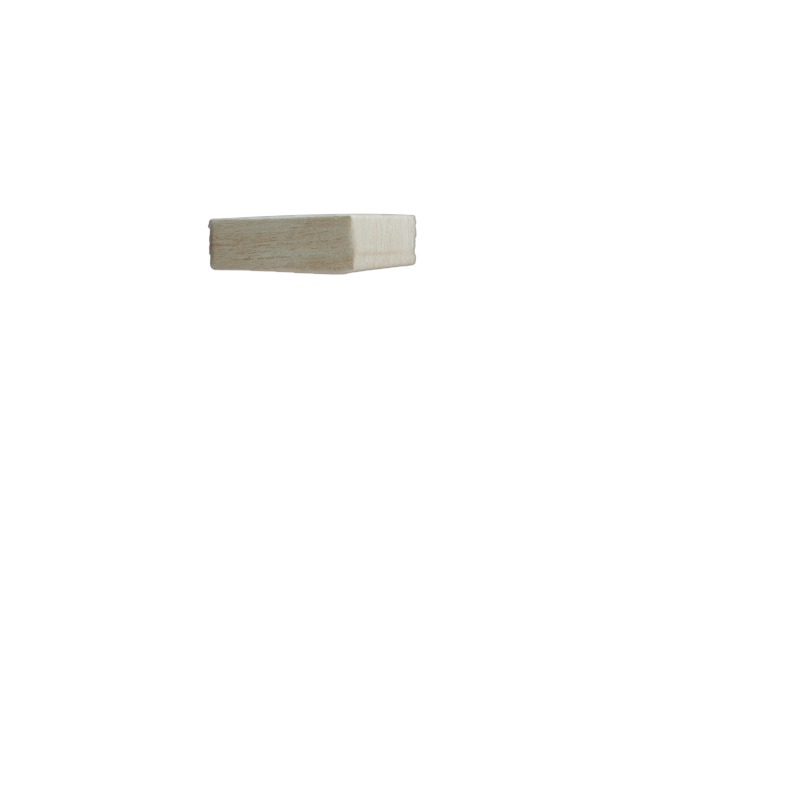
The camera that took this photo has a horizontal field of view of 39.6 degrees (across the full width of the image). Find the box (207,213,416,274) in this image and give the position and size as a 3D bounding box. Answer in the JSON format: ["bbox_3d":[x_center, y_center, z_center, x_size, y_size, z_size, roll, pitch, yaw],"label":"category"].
[{"bbox_3d":[-0.058,-0.106,0.744,0.118,0.038,0.088,6,11,29],"label":"box"}]
